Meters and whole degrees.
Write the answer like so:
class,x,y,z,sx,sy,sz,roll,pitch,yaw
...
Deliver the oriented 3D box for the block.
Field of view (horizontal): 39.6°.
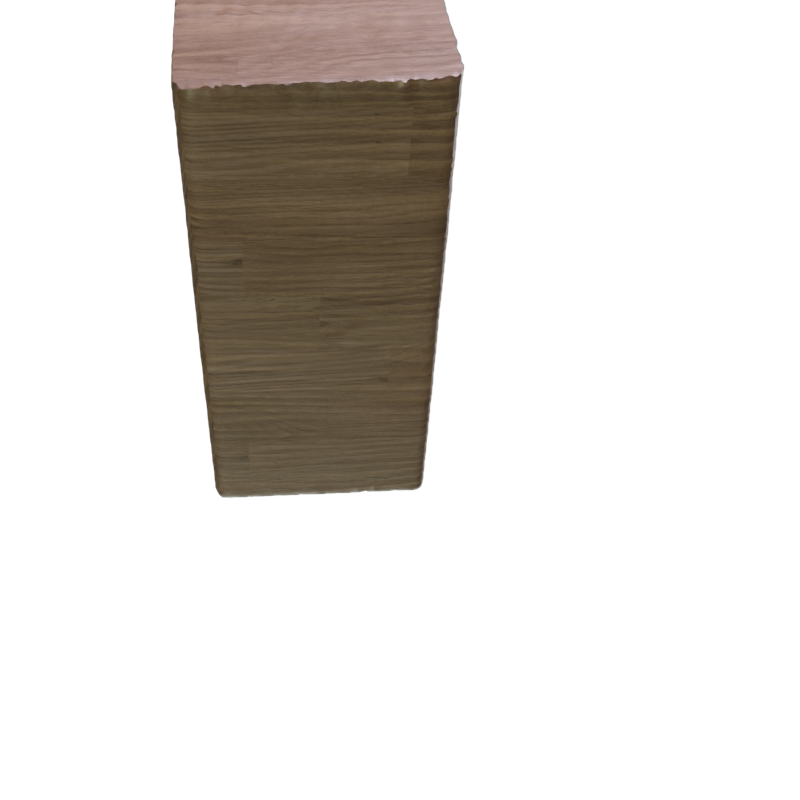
class,x,y,z,sx,sy,sz,roll,pitch,yaw
block,-0.034,-0.061,0.430,0.090,0.097,0.192,-1,-44,-5
